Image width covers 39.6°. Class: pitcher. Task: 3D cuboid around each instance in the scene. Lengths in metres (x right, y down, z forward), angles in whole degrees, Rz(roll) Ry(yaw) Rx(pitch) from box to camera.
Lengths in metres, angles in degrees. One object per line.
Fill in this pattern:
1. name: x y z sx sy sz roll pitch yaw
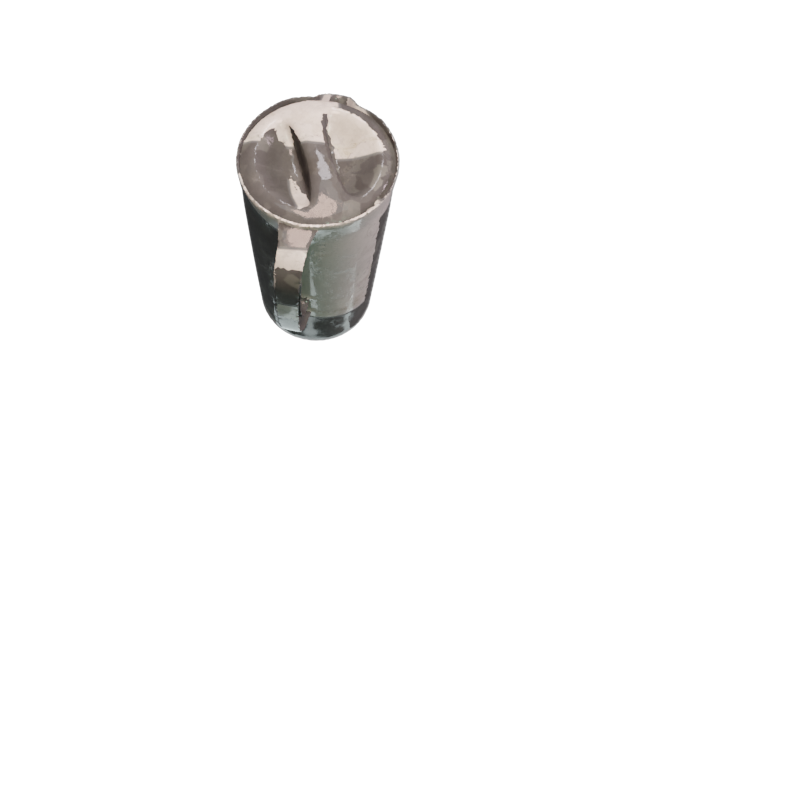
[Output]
1. pitcher: -0.078 -0.142 0.995 0.149 0.154 0.229 -30 -21 -17
